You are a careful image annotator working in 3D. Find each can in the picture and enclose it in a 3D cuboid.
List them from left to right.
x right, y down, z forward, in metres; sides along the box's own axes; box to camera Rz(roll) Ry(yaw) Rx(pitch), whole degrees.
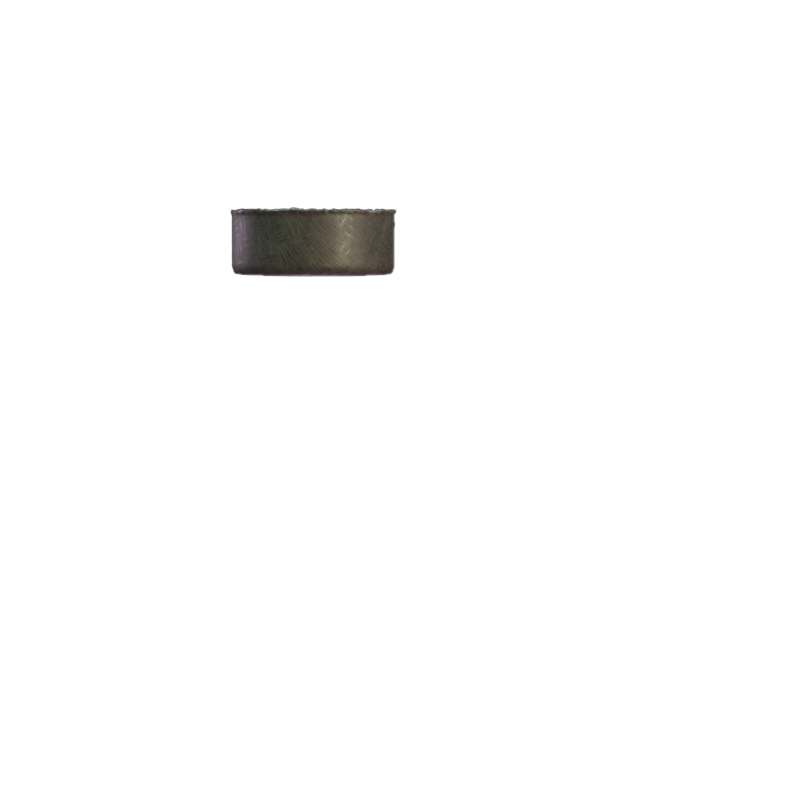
[{"bbox_3d":[-0.045,-0.082,0.574,0.086,0.033,0.087,0,7,-2],"label":"can"}]
